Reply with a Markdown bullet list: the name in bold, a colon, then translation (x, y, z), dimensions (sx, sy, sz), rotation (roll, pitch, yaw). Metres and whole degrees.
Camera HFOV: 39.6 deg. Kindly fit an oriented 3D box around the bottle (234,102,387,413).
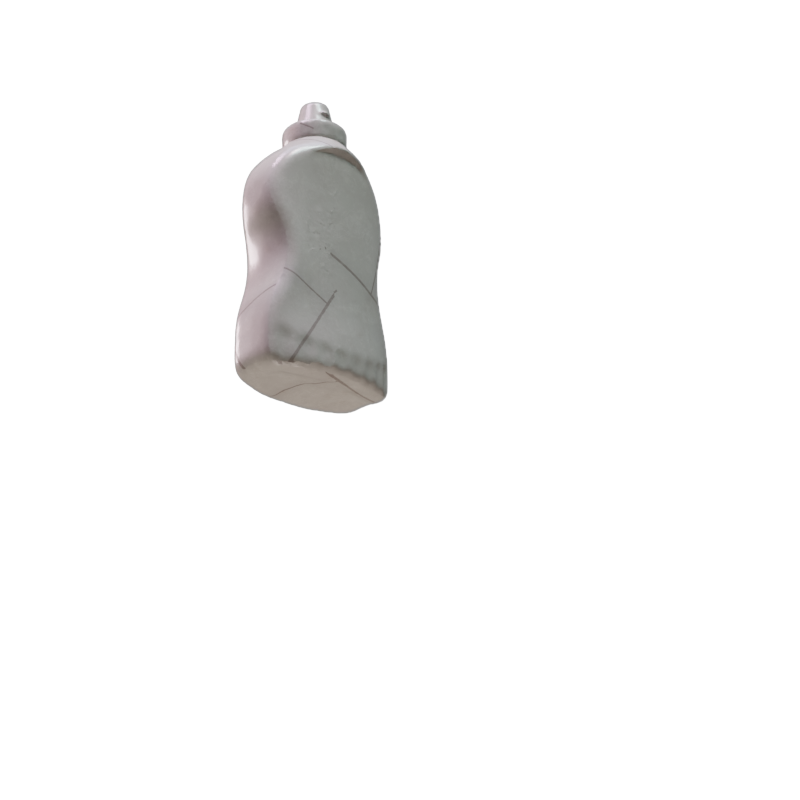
- **bottle**: translation (-0.052, -0.095, 0.664), dimensions (0.090, 0.203, 0.058), rotation (21, -34, -39)
